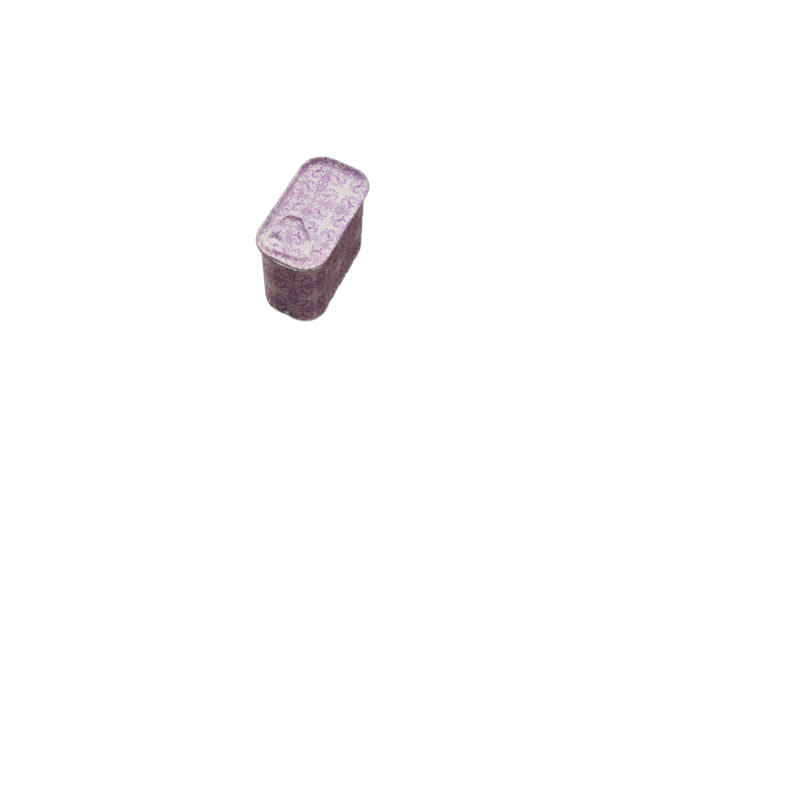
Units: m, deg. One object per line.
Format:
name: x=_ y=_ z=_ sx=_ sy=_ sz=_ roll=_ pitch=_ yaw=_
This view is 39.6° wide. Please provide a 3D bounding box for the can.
can: x=-0.067 y=-0.123 z=0.860 sx=0.059 sy=0.105 sz=0.079 roll=23 pitch=-28 yaw=10
